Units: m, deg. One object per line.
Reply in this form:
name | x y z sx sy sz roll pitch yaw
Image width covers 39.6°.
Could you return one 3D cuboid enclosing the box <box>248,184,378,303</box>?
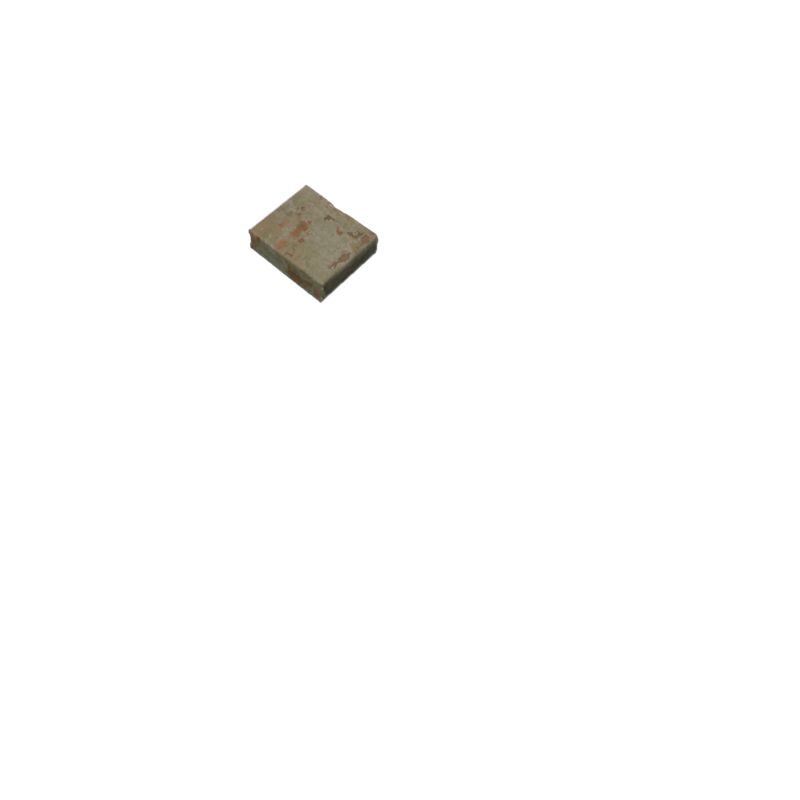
box | -0.075 -0.138 0.966 0.094 0.074 0.028 37 -27 23
